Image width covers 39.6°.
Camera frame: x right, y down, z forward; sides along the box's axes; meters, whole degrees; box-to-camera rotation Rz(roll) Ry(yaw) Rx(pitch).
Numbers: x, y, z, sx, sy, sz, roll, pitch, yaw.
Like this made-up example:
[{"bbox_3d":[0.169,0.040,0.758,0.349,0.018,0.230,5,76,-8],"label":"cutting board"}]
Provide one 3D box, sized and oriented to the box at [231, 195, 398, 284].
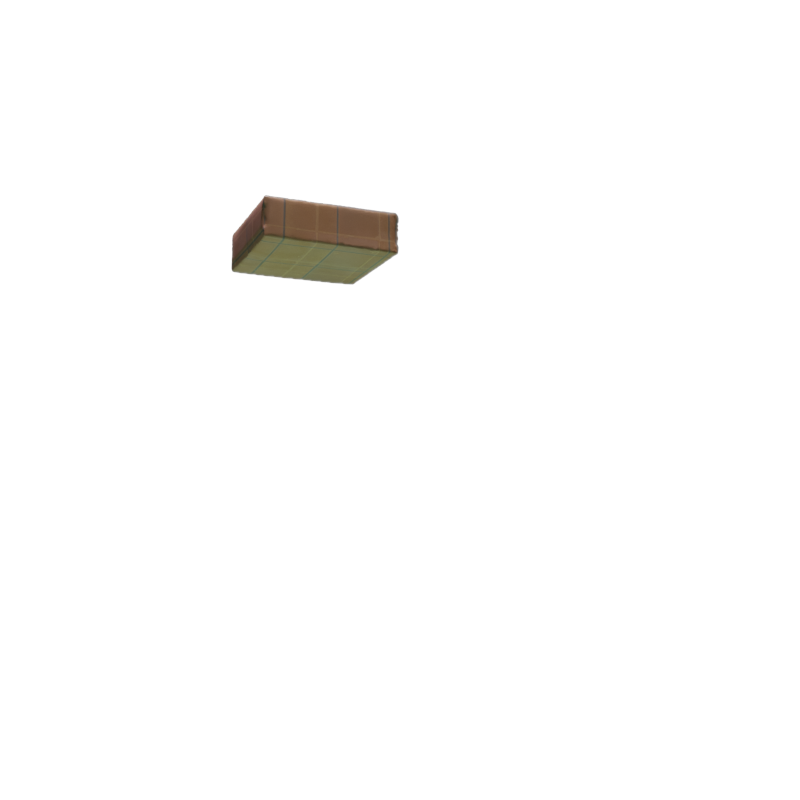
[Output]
[{"bbox_3d":[-0.055,-0.100,0.702,0.087,0.031,0.072,5,-13,-20],"label":"box"}]
